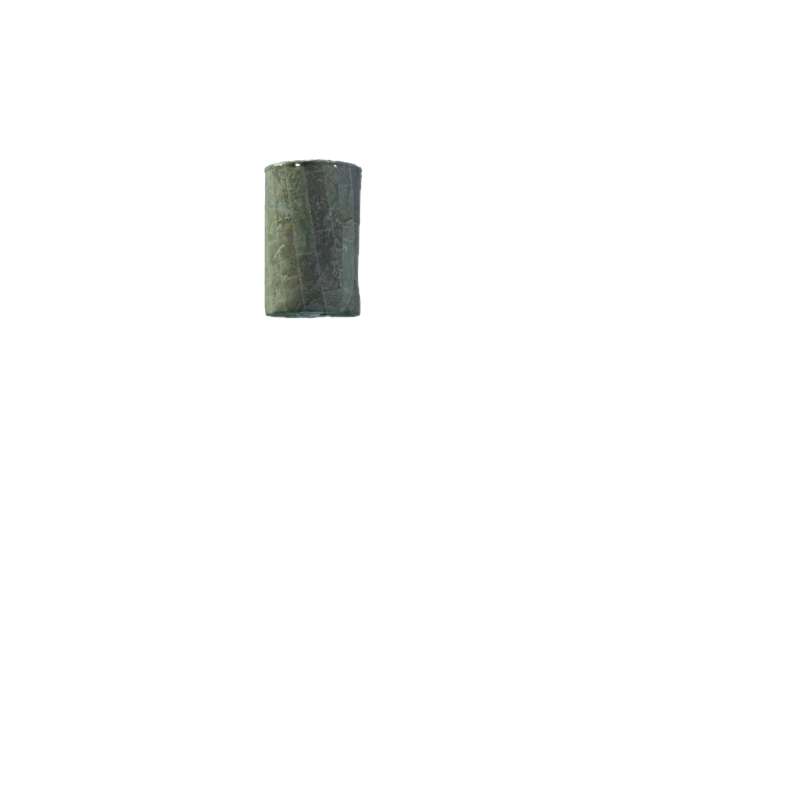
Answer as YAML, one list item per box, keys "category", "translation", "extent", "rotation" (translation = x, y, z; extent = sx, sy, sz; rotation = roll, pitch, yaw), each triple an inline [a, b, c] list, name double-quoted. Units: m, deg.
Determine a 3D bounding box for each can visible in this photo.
- category: "can"
  translation: [-0.060, -0.109, 0.762]
  extent: [0.068, 0.104, 0.068]
  rotation: [0, -4, -2]
